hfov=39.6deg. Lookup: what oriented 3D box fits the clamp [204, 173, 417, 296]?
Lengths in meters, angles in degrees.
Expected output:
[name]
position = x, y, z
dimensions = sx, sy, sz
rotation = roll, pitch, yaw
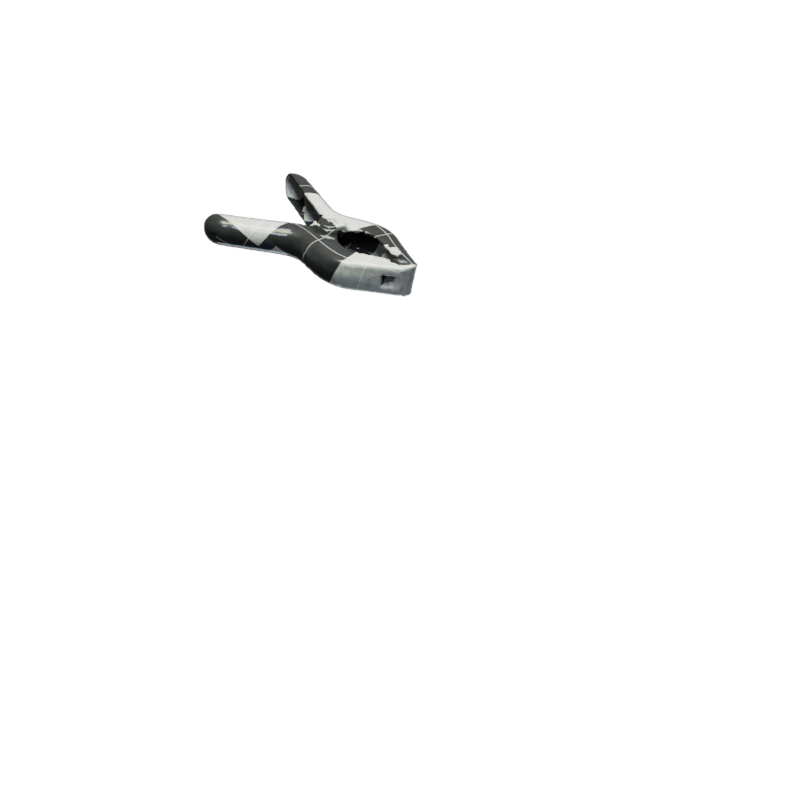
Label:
[clamp]
position = -0.069, -0.126, 0.886
dimensions = 0.183, 0.037, 0.120
rotation = 32, 49, 33
